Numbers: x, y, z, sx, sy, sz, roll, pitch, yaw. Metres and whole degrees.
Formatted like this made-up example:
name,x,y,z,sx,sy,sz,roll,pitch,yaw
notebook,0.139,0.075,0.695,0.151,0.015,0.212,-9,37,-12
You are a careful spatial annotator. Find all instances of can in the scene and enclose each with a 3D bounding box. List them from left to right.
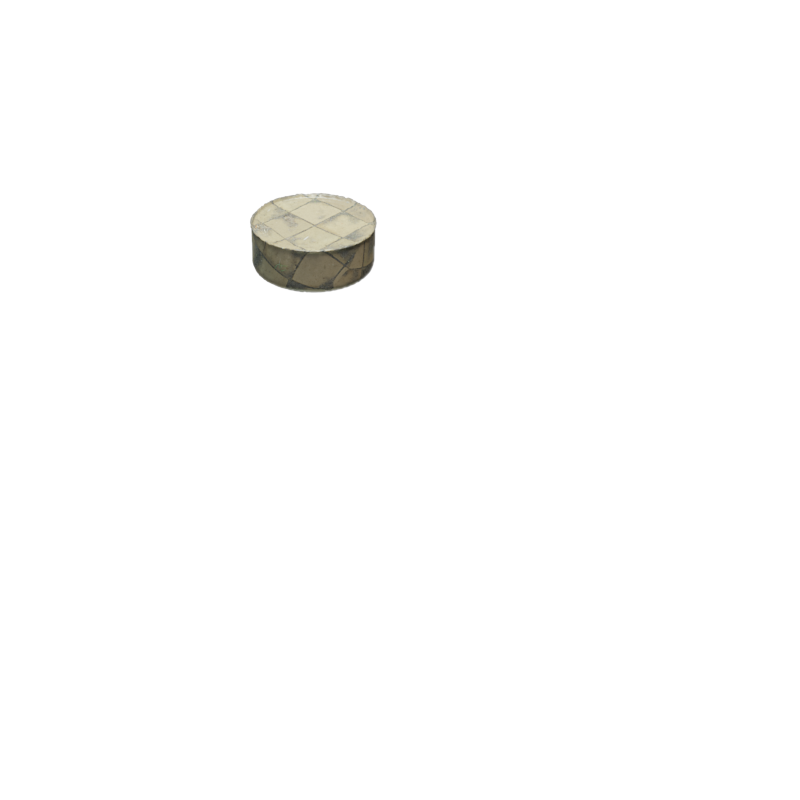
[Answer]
name,x,y,z,sx,sy,sz,roll,pitch,yaw
can,-0.059,-0.108,0.759,0.086,0.031,0.092,-1,34,-2
